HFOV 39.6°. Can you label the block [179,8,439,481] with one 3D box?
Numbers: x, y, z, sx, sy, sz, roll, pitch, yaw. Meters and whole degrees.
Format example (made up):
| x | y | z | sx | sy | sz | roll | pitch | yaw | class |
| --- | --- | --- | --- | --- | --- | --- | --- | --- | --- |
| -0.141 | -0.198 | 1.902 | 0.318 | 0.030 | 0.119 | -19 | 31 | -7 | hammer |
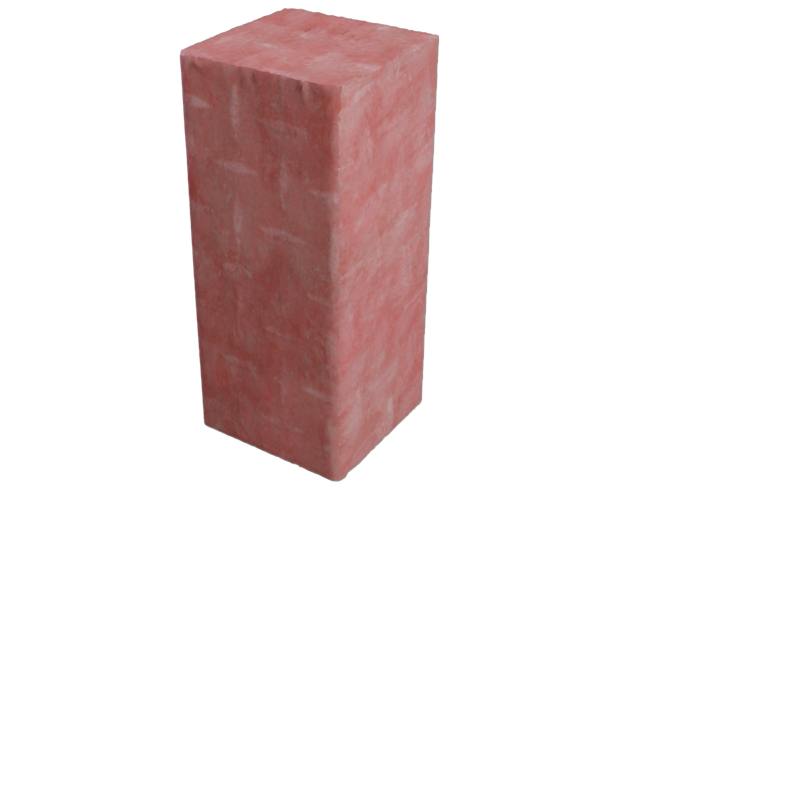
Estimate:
| x | y | z | sx | sy | sz | roll | pitch | yaw | class |
| --- | --- | --- | --- | --- | --- | --- | --- | --- | --- |
| -0.044 | -0.079 | 0.552 | 0.095 | 0.194 | 0.091 | 19 | 34 | 26 | block |
